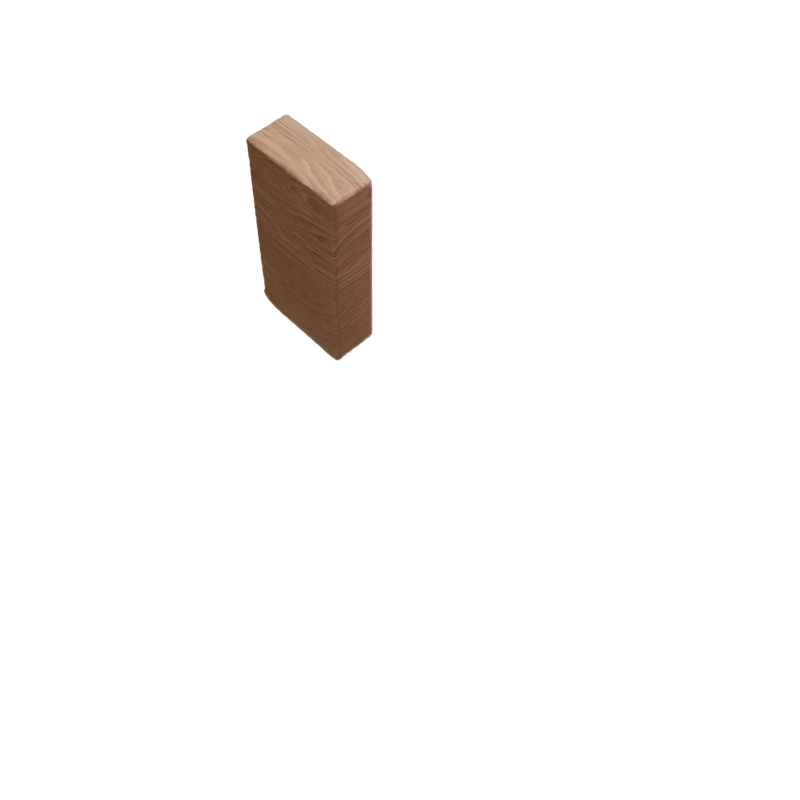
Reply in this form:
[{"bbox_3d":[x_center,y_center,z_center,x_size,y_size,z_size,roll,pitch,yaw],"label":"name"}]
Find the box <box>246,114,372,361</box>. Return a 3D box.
[{"bbox_3d":[-0.064,-0.117,0.822,0.048,0.164,0.099,-34,61,-26],"label":"box"}]
